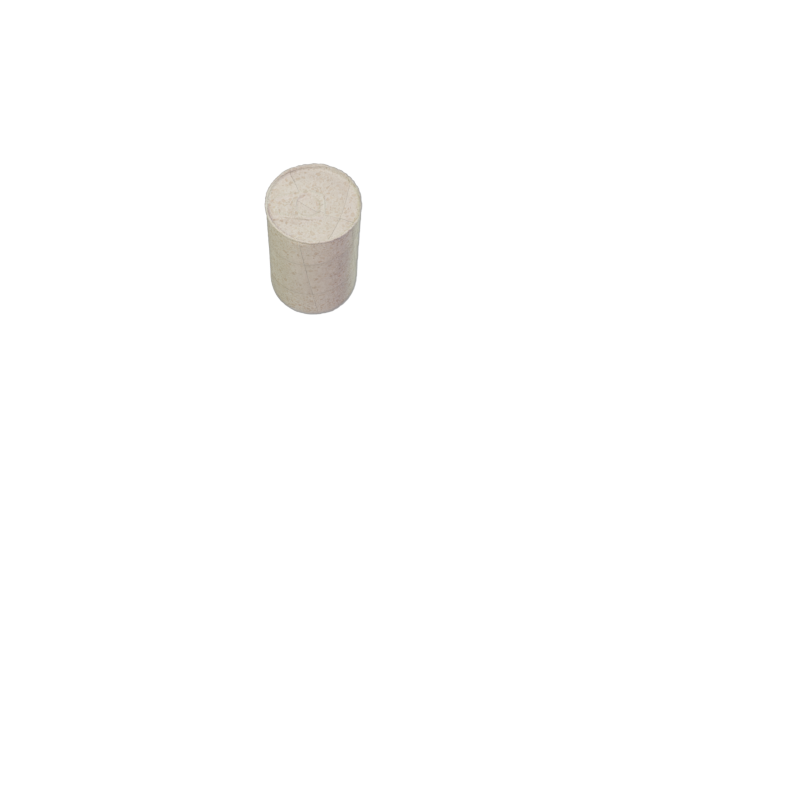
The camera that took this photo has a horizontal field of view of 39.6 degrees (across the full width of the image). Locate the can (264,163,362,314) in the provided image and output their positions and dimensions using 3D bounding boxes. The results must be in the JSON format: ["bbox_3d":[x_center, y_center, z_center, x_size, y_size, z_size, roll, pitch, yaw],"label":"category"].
[{"bbox_3d":[-0.063,-0.116,0.810,0.068,0.073,0.096,0,-29,-3],"label":"can"}]
